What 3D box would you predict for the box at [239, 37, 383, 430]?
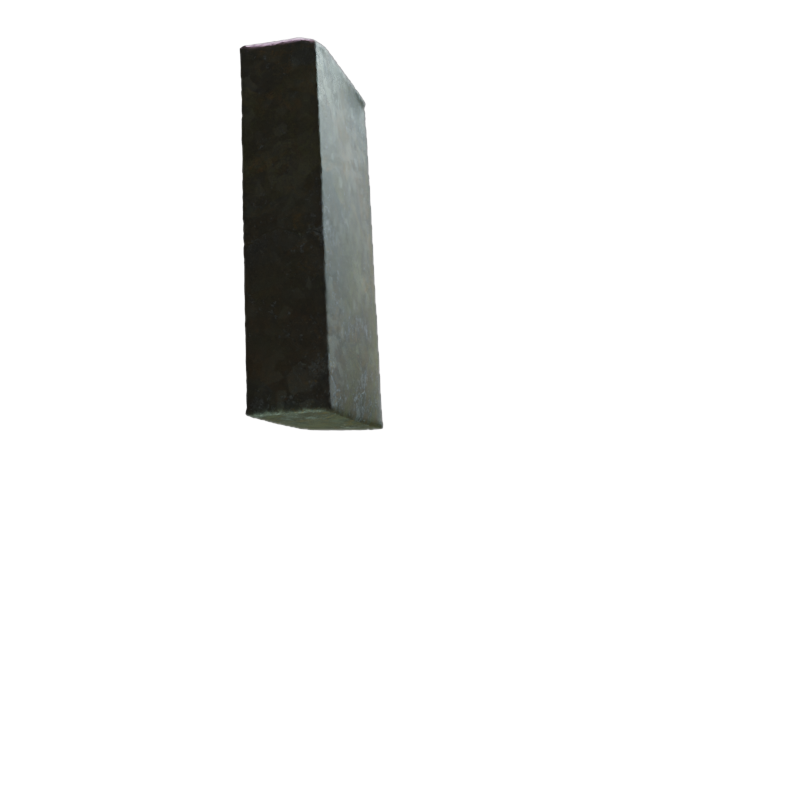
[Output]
[{"bbox_3d":[-0.042,-0.077,0.537,0.049,0.182,0.089,-4,-13,14],"label":"box"}]
